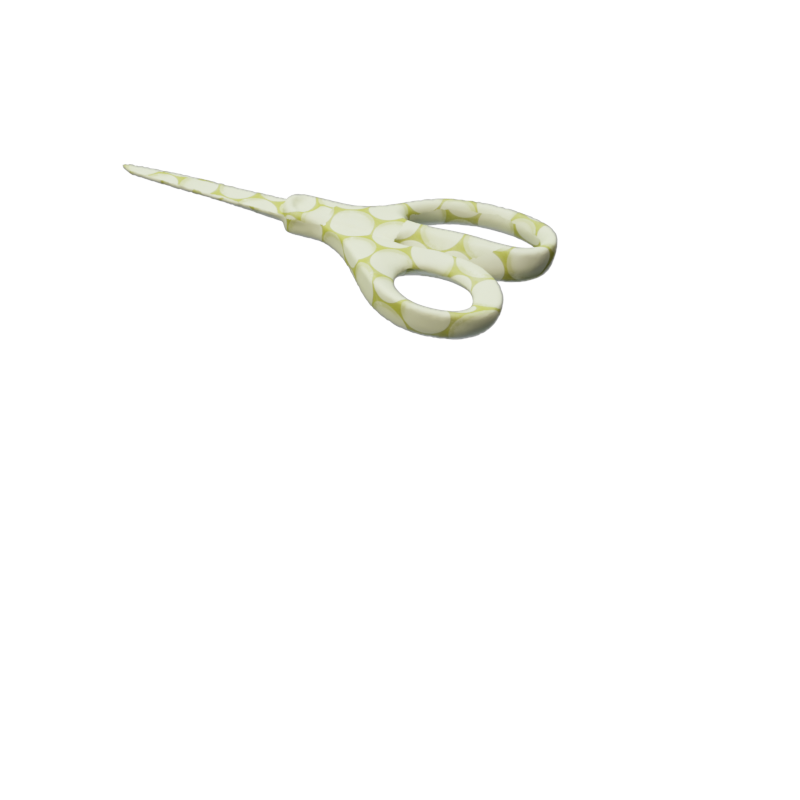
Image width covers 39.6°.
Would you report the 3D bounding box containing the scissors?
[{"bbox_3d":[-0.037,-0.067,0.470,0.205,0.015,0.101,7,39,9],"label":"scissors"}]
